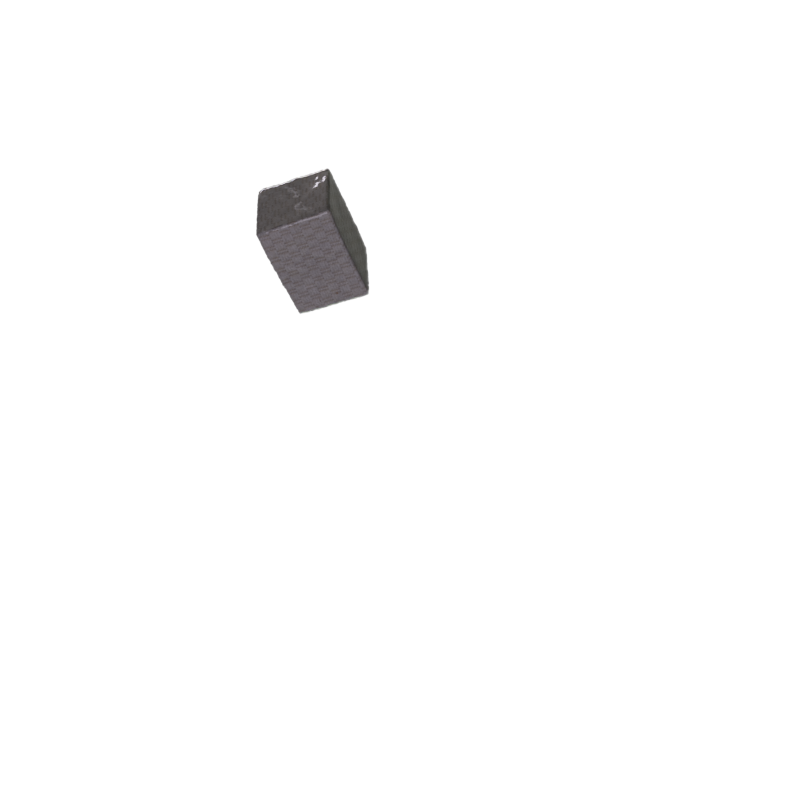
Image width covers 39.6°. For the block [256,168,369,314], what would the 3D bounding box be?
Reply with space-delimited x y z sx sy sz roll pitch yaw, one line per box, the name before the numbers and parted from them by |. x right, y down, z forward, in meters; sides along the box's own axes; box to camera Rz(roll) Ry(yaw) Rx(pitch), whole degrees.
block | -0.059 -0.107 0.747 0.053 0.072 0.055 -16 41 12
